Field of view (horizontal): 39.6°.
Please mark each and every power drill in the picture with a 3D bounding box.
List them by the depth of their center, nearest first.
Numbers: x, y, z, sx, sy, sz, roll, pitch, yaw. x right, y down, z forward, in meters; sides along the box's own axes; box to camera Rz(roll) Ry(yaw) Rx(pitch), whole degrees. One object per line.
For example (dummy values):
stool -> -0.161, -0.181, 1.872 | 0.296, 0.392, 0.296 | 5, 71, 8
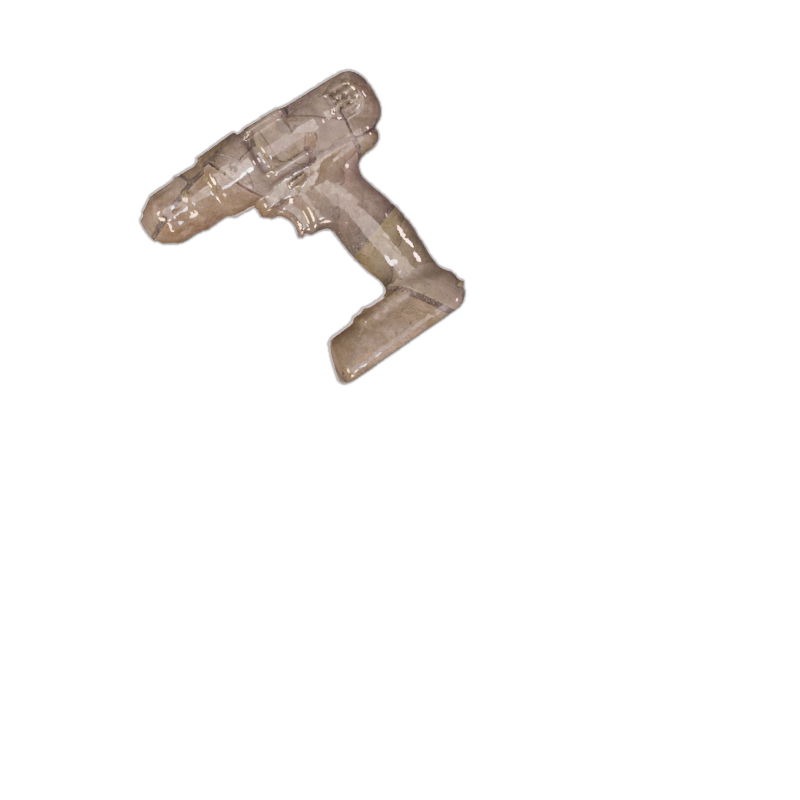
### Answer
power drill -> -0.059, -0.108, 0.757 | 0.184, 0.190, 0.057 | -33, -3, -3
